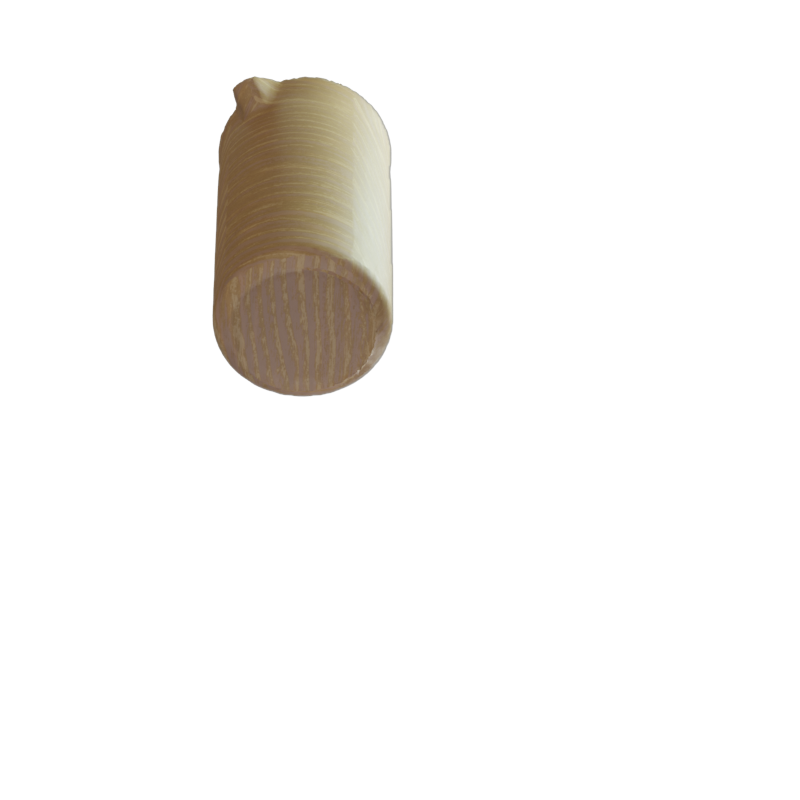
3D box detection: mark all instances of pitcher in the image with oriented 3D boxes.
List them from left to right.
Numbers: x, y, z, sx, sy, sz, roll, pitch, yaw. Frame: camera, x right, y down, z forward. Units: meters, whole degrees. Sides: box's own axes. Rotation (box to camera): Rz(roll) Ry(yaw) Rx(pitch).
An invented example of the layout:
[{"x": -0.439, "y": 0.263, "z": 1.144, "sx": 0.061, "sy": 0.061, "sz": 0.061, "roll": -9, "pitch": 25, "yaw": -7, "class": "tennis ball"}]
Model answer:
[{"x": -0.059, "y": -0.108, "z": 0.759, "sx": 0.147, "sy": 0.138, "sz": 0.260, "roll": 11, "pitch": 34, "yaw": -11, "class": "pitcher"}]
